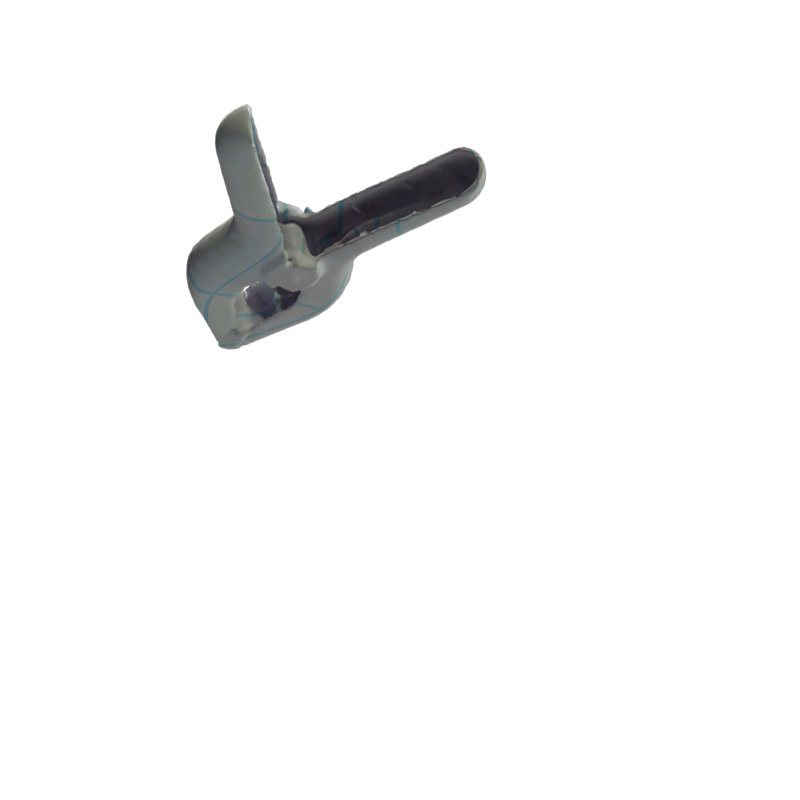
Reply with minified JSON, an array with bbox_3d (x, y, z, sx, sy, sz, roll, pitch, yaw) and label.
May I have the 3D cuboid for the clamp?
[{"bbox_3d":[-0.040,-0.073,0.510,0.117,0.042,0.166,8,-26,-17],"label":"clamp"}]
